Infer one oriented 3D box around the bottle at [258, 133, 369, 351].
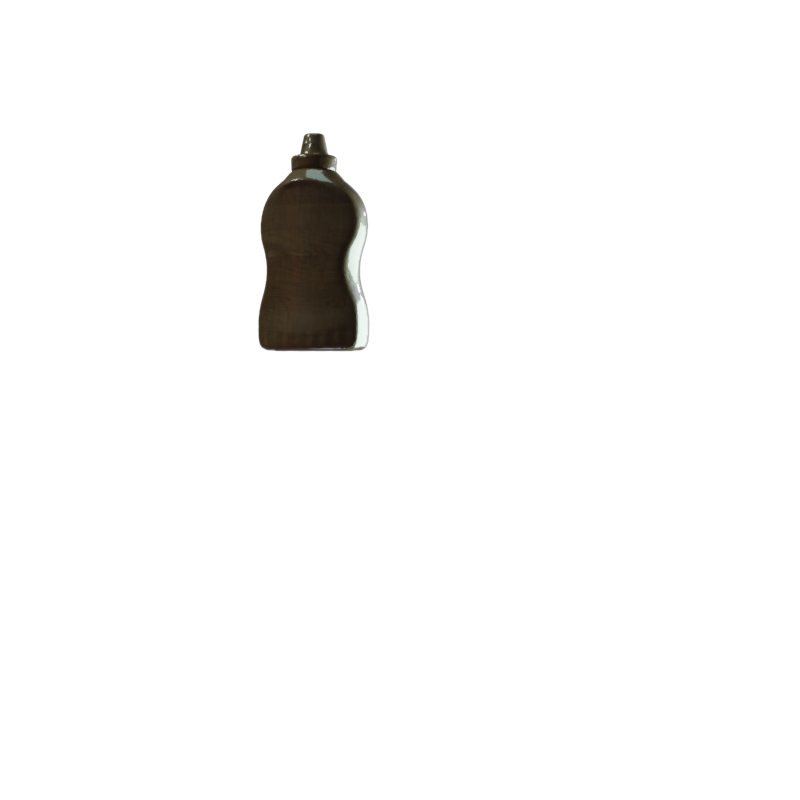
[{"bbox_3d":[-0.076,-0.139,0.976,0.099,0.194,0.056,-2,-5,25],"label":"bottle"}]
